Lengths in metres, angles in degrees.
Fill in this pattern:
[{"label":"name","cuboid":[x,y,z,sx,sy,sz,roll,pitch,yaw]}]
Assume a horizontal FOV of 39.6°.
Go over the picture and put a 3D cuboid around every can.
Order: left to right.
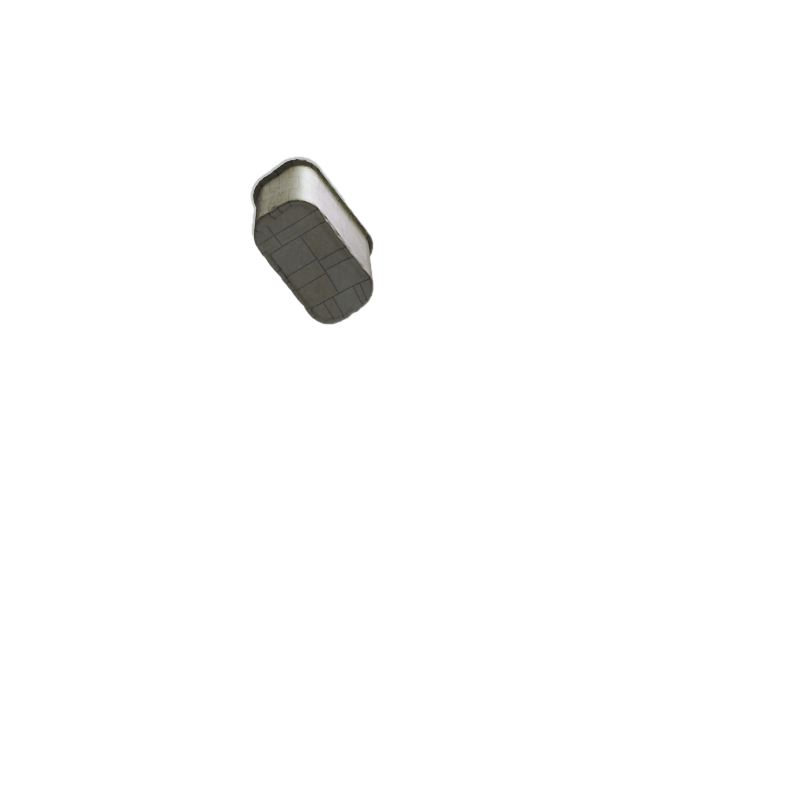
[{"label":"can","cuboid":[-0.063,-0.115,0.802,0.057,0.097,0.088,-33,22,13]}]
